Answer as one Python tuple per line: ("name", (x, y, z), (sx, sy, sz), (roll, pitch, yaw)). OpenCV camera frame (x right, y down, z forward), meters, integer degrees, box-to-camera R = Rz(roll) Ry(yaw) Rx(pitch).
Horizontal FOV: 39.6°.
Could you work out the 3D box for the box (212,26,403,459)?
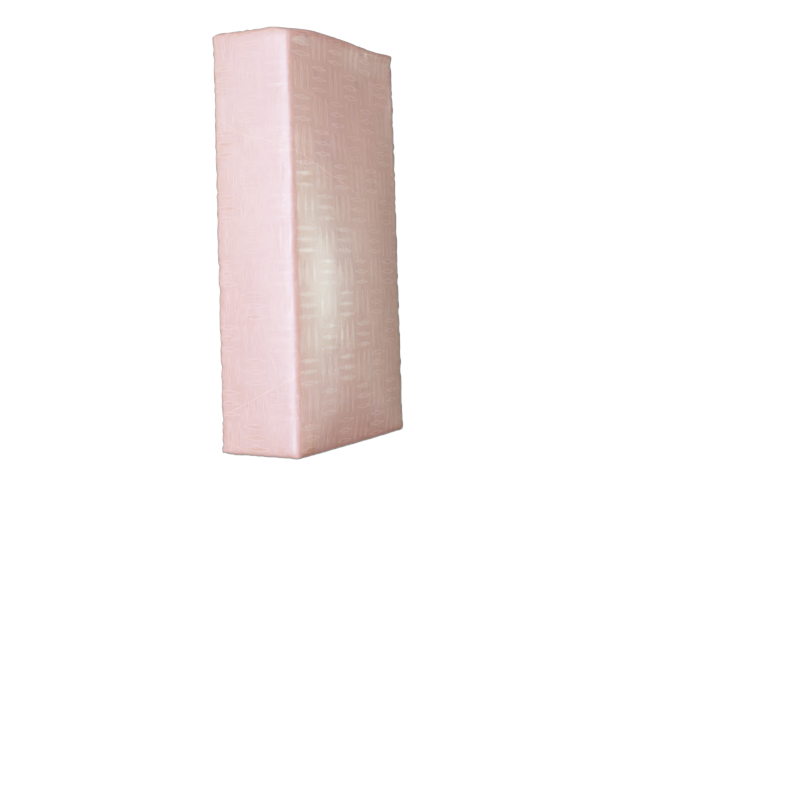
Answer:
("box", (-0.038, -0.070, 0.489), (0.050, 0.176, 0.090), (1, 2, 29))
